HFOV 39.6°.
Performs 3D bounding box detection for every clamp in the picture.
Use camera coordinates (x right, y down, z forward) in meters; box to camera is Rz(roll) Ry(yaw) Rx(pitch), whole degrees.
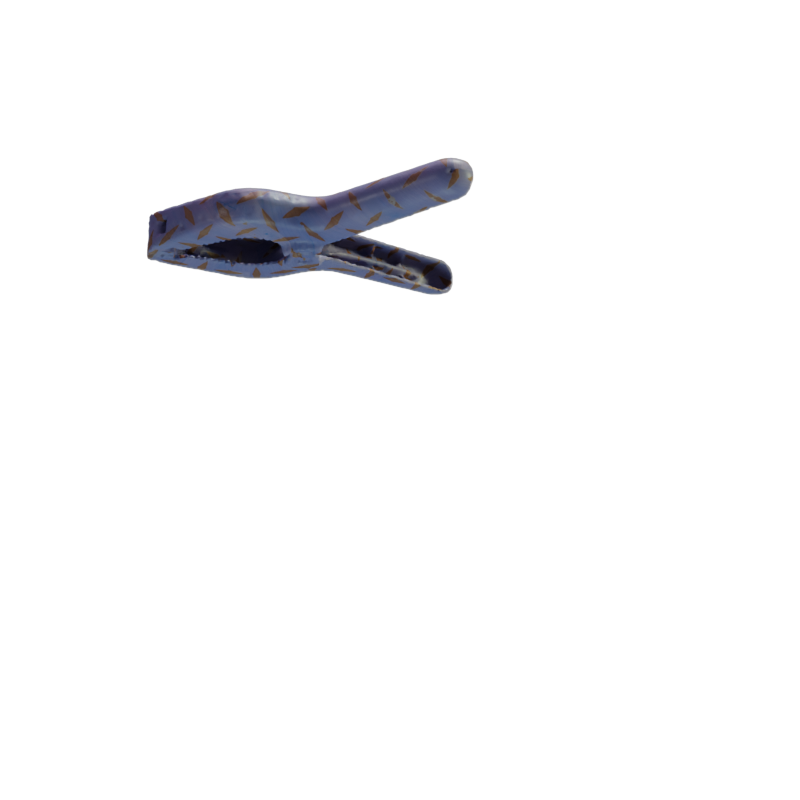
[{"bbox_3d":[-0.056,-0.103,0.721,0.212,0.038,0.155,-3,-20,7],"label":"clamp"}]
